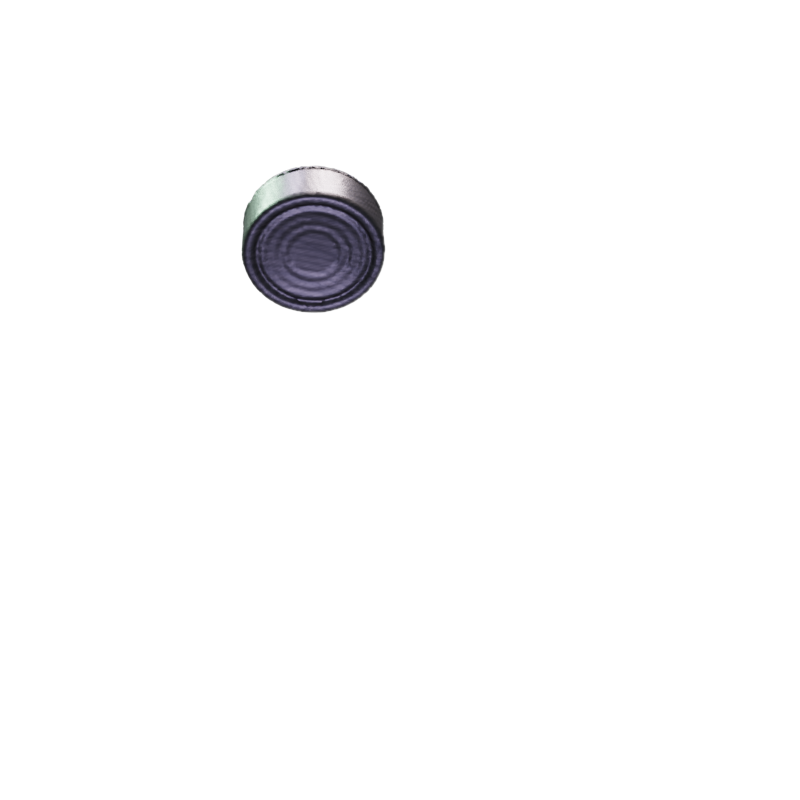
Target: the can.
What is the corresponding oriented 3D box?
[{"bbox_3d":[-0.052,-0.095,0.662,0.086,0.080,0.036,1,36,-1],"label":"can"}]
